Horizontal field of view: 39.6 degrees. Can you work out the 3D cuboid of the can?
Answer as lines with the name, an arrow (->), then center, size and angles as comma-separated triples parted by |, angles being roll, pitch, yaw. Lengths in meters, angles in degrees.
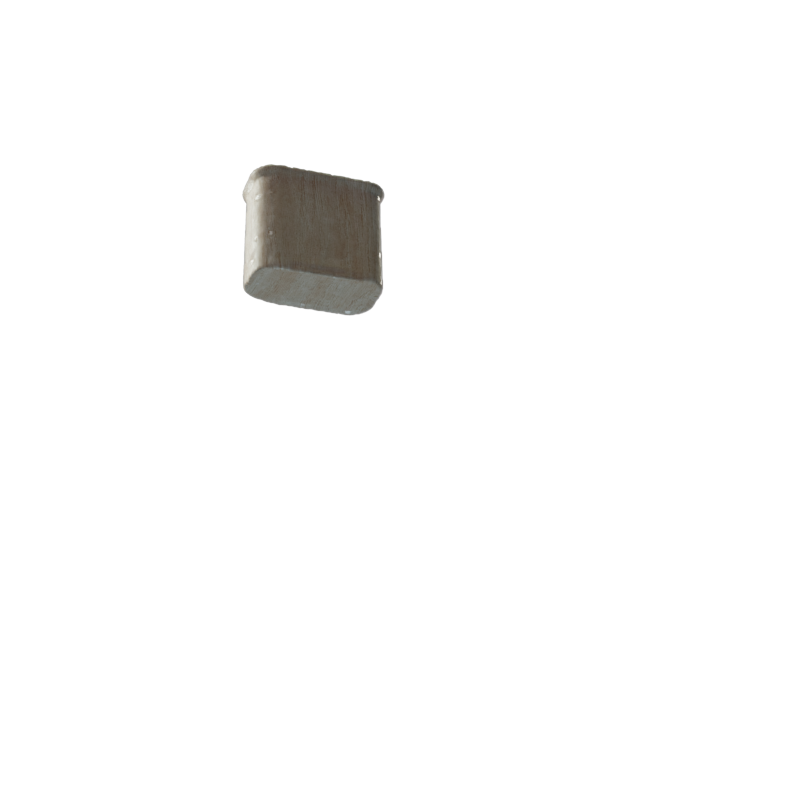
can -> -0.062, -0.113, 0.795 | 0.099, 0.089, 0.055 | 8, -30, -17
